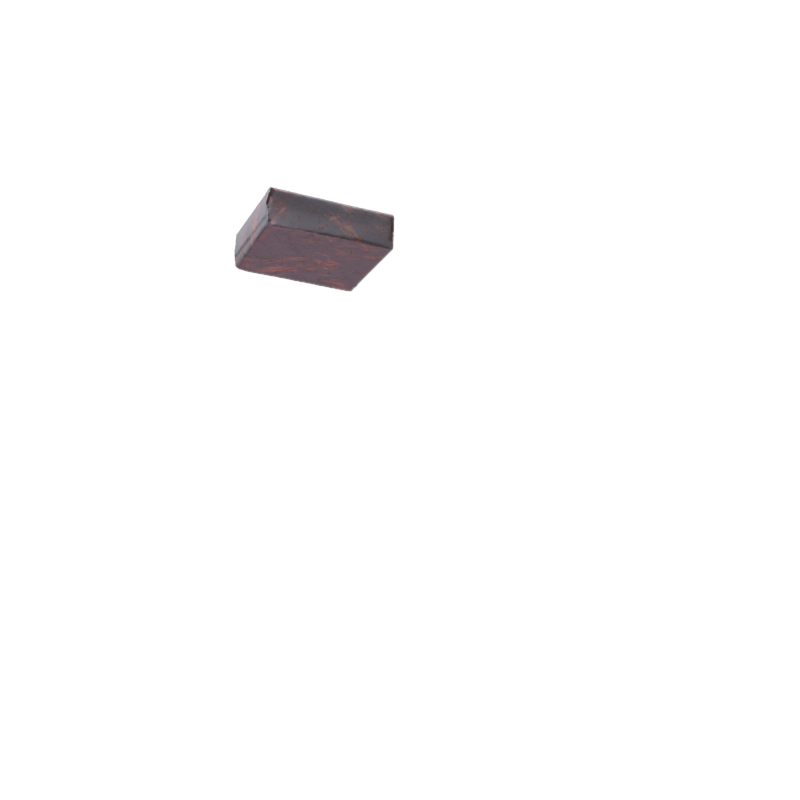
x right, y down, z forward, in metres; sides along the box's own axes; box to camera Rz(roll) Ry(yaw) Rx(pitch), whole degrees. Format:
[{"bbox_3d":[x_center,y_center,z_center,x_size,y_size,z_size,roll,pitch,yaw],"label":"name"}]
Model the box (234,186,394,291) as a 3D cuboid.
[{"bbox_3d":[-0.073,-0.133,0.932,0.110,0.041,0.088,9,-24,-21],"label":"box"}]
